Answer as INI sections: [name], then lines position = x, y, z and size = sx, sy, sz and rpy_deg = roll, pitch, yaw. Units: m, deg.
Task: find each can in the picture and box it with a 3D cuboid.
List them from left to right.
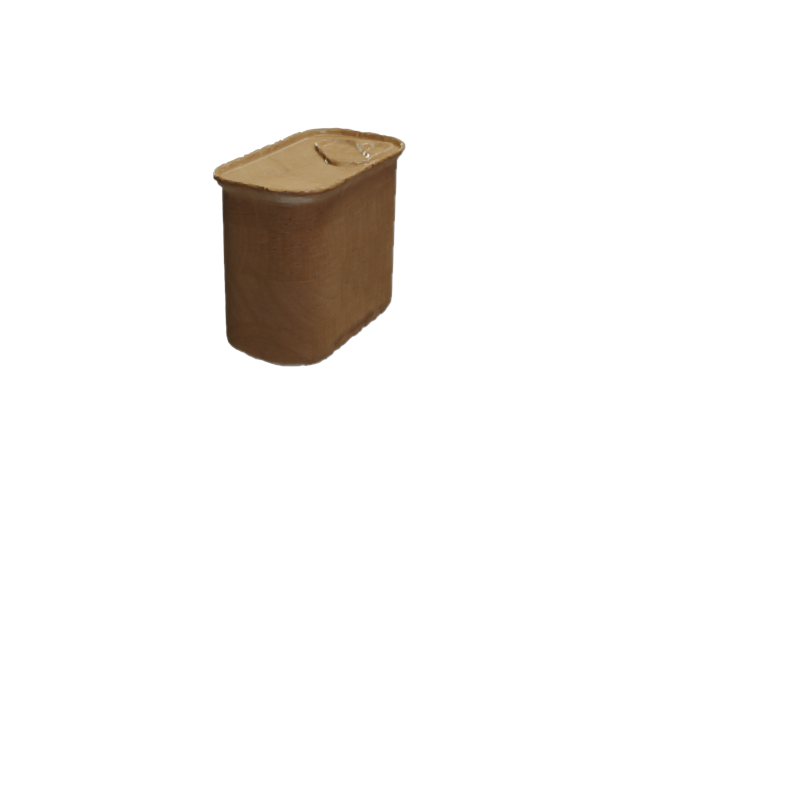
[can]
position = -0.041, -0.074, 0.518
size = 0.060, 0.080, 0.103
rpy_deg = 13, 28, 24
